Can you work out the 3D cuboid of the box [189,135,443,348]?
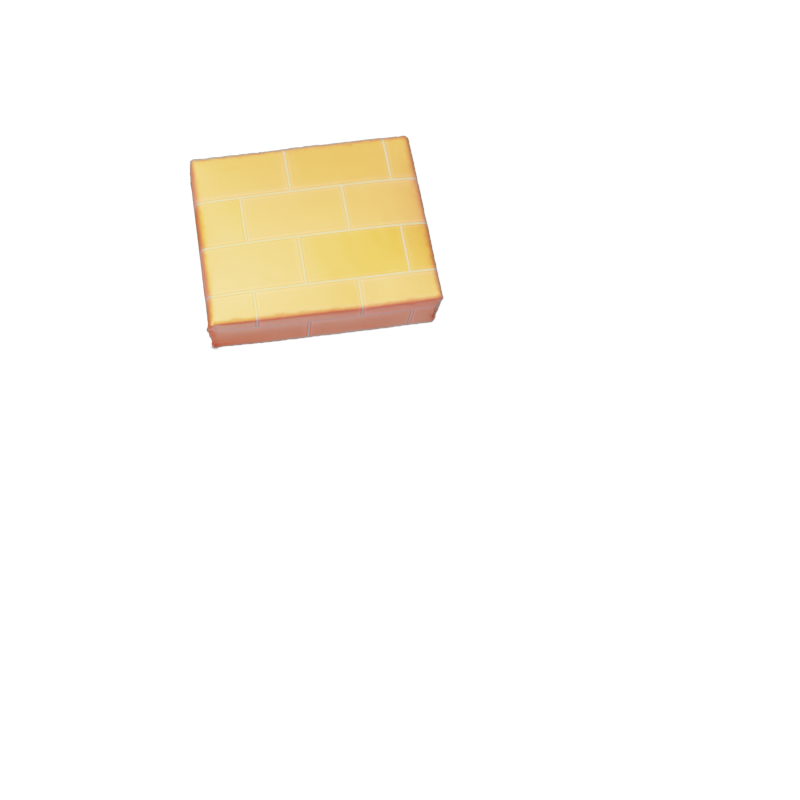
[{"bbox_3d":[-0.043,-0.078,0.544,0.113,0.095,0.037,-9,-24,-4],"label":"box"}]
